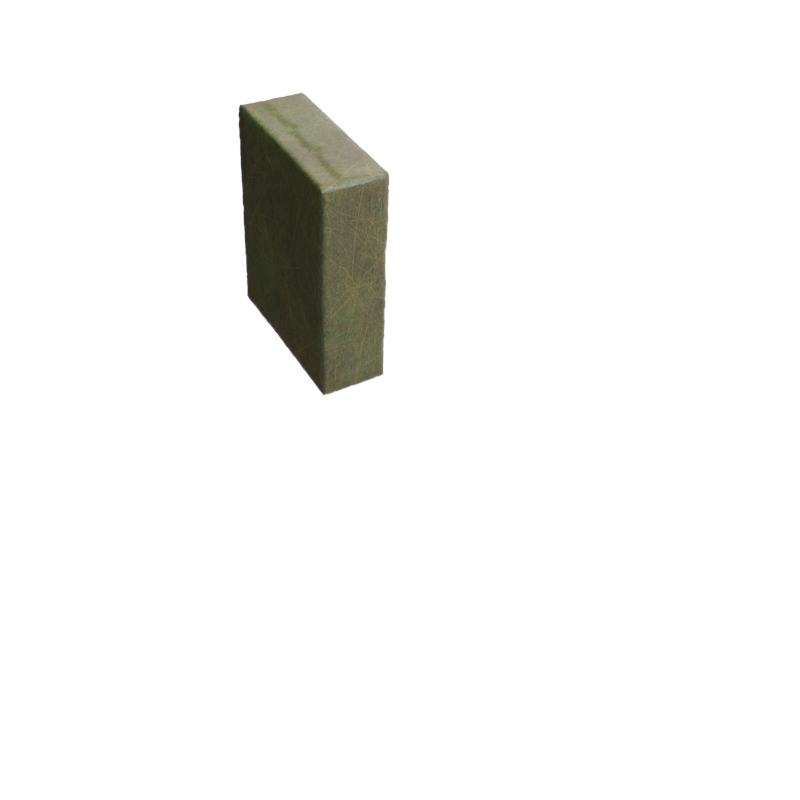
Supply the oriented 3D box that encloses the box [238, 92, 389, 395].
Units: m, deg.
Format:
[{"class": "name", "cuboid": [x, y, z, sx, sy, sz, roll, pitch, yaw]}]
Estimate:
[{"class": "box", "cuboid": [-0.077, -0.140, 0.978, 0.071, 0.200, 0.178, -16, 42, -23]}]
